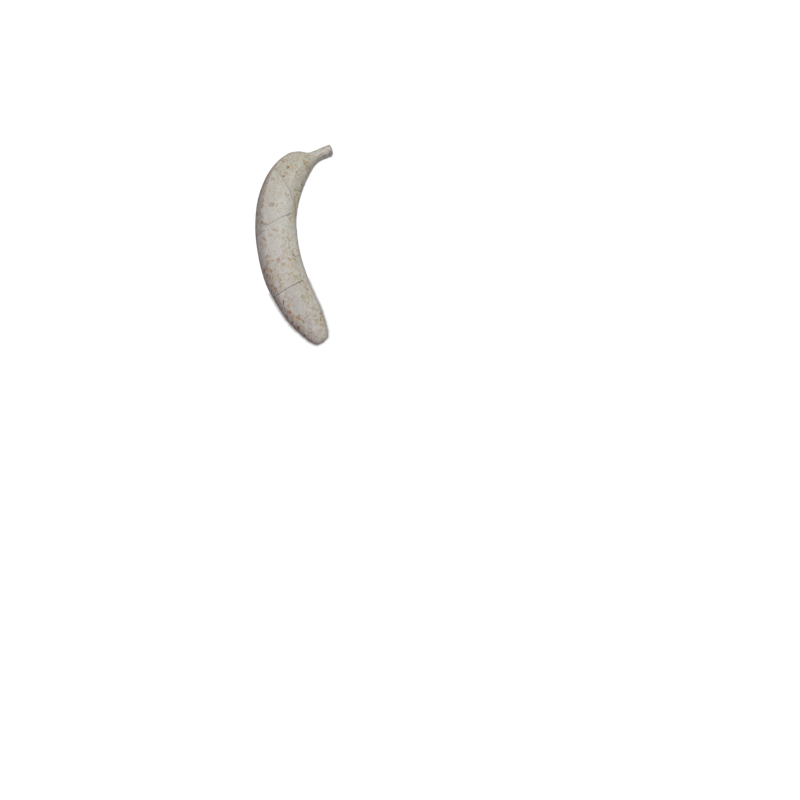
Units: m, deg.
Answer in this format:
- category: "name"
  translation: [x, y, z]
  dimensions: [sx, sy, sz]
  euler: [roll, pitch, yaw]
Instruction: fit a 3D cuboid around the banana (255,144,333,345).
- category: "banana"
  translation: [-0.096, -0.147, 0.998]
  dimensions: [0.069, 0.207, 0.035]
  euler: [1, -21, -1]
